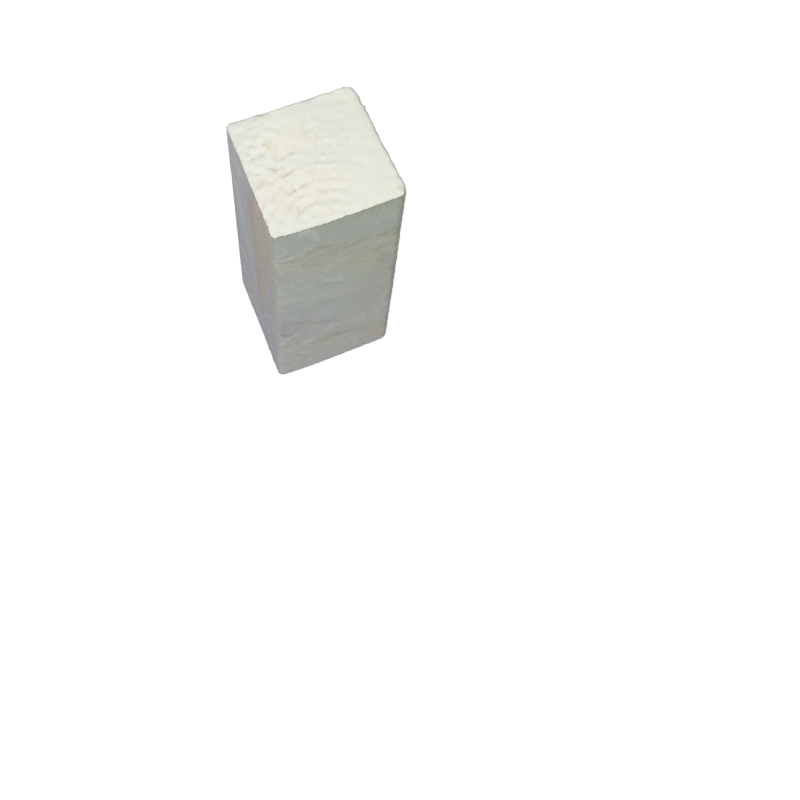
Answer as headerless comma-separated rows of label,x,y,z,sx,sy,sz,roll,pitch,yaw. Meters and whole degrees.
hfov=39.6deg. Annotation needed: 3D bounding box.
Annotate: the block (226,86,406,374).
block,-0.060,-0.110,0.770,0.090,0.096,0.195,-20,-22,-12
